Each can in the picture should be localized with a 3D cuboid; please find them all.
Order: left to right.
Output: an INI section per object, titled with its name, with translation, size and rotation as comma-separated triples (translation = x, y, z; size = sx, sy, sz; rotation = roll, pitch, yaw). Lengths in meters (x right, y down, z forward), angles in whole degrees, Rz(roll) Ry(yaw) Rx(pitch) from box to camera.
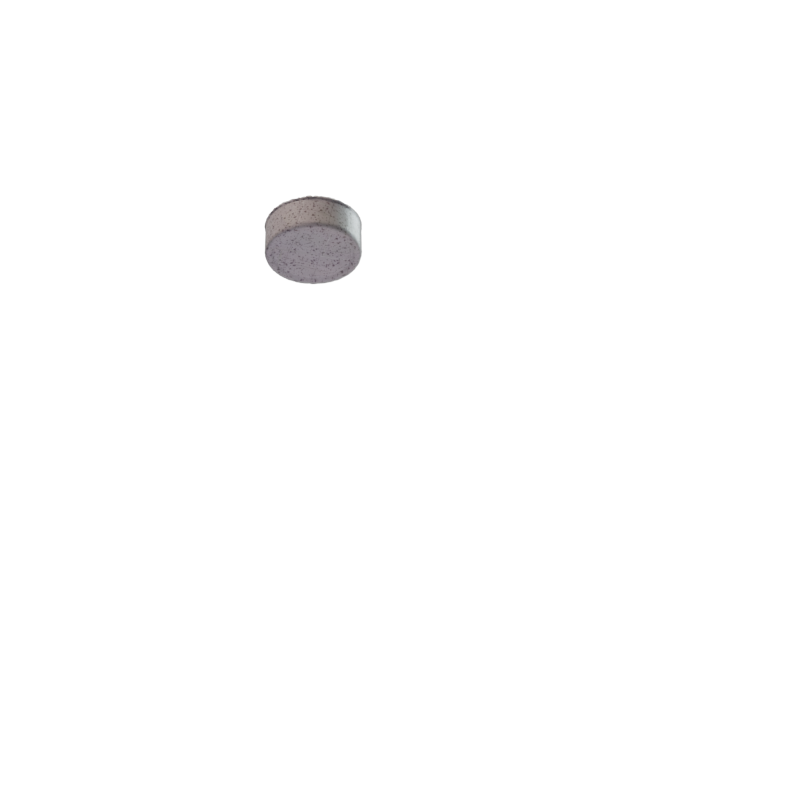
[can]
translation = -0.076, -0.138, 0.969
size = 0.086, 0.036, 0.080
rotation = 1, -33, -2
